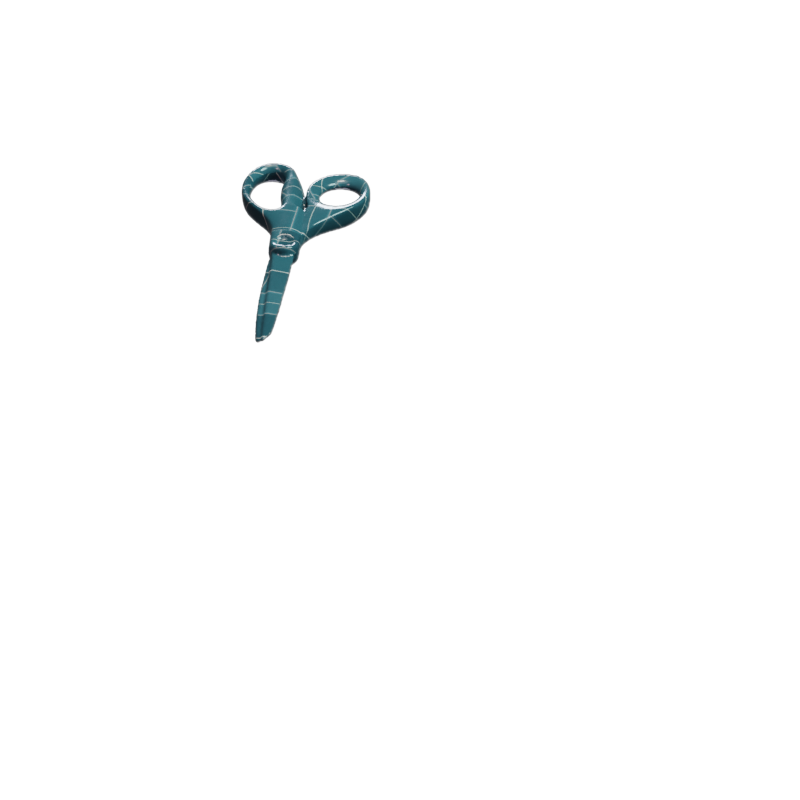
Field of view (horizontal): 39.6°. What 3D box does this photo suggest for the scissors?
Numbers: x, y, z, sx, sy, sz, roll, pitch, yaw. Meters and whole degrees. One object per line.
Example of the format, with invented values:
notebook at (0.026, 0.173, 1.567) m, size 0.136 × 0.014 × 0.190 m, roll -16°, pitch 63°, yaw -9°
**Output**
scissors at (-0.055, -0.100, 0.701) m, size 0.095 × 0.015 × 0.217 m, roll -7°, pitch 37°, yaw -9°
